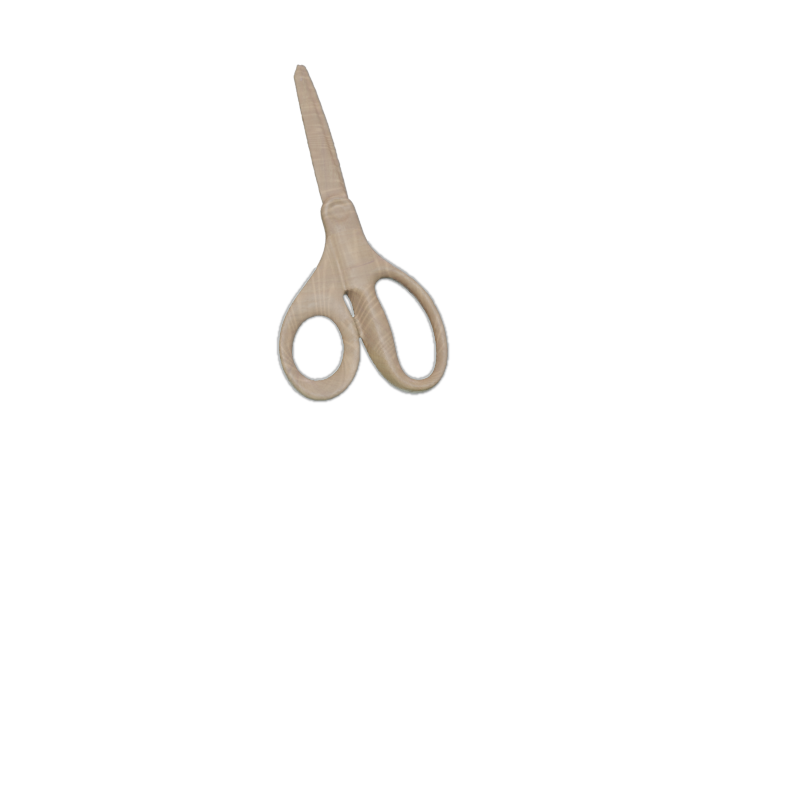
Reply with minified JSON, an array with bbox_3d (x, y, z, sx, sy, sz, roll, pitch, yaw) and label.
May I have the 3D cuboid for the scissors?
[{"bbox_3d":[-0.047,-0.086,0.600,0.096,0.212,0.015,-27,-19,-10],"label":"scissors"}]
